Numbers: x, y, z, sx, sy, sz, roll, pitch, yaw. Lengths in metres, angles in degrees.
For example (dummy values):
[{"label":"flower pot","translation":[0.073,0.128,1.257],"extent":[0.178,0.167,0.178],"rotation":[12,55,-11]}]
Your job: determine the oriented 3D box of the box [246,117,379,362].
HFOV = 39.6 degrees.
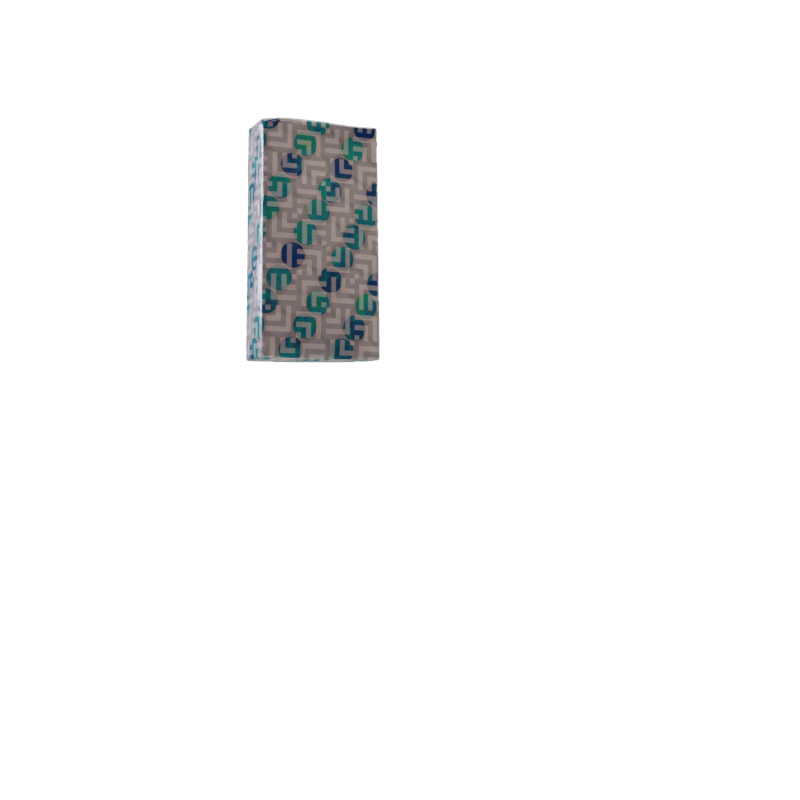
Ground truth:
[{"label":"box","translation":[-0.064,-0.117,0.818],"extent":[0.091,0.180,0.048],"rotation":[2,-9,-22]}]
